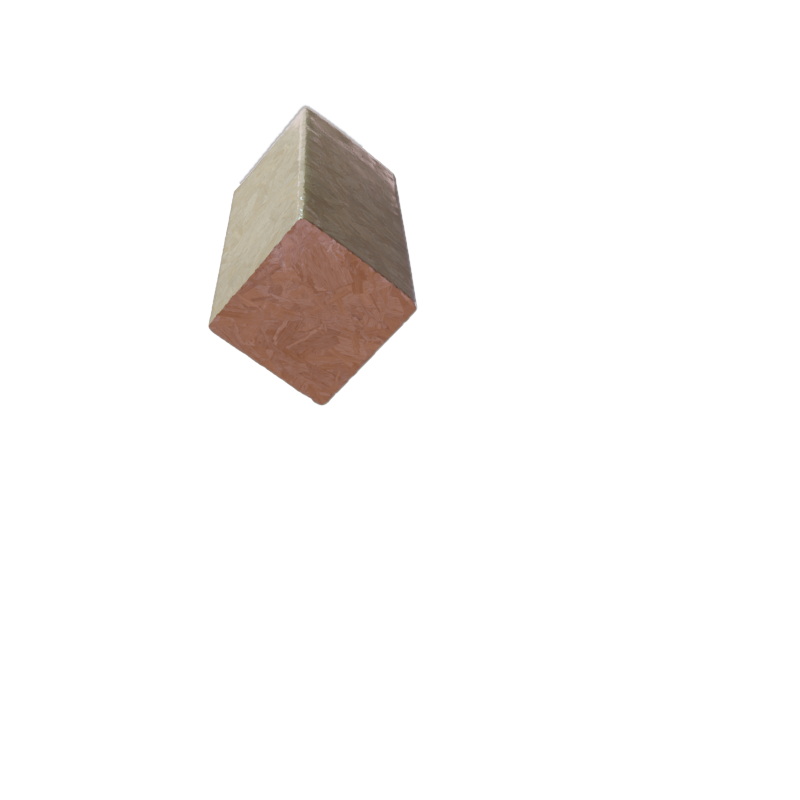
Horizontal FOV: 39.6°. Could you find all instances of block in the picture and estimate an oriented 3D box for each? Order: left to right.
[{"bbox_3d":[-0.056,-0.104,0.727,0.086,0.089,0.219,35,22,-21],"label":"block"}]
